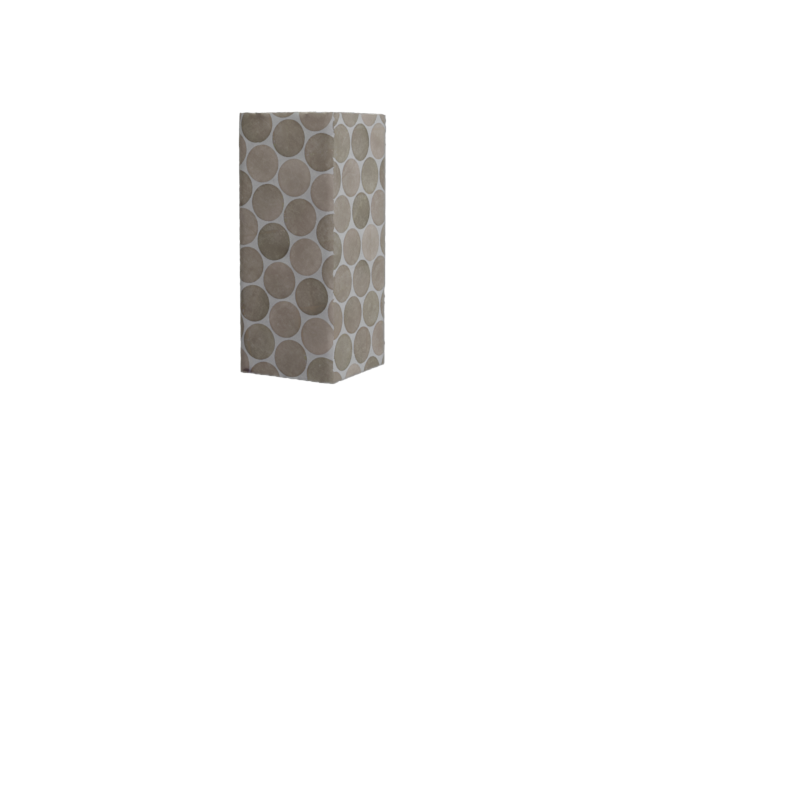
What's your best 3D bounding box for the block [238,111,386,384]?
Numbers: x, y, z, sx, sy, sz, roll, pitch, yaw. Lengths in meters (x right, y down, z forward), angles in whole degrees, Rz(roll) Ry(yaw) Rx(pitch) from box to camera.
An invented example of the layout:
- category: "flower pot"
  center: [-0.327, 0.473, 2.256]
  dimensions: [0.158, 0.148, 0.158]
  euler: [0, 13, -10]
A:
- category: "block"
  center: [-0.070, -0.127, 0.892]
  dimensions: [0.093, 0.203, 0.089]
  euler: [4, 8, 27]
